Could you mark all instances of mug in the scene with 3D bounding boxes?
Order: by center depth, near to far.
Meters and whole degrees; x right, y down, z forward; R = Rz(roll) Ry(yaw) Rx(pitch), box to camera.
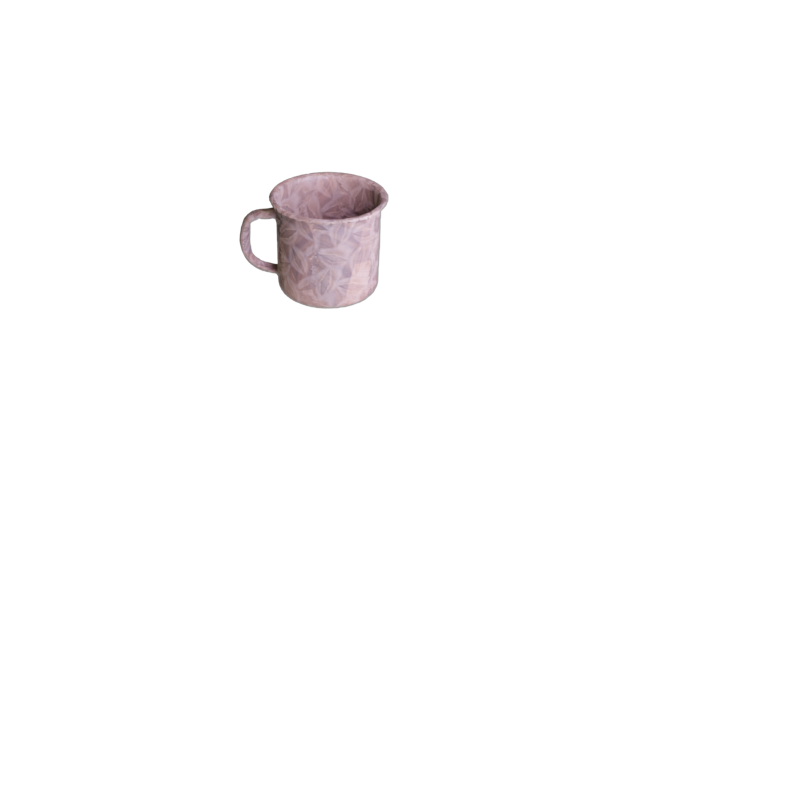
[{"bbox_3d":[-0.069,-0.126,0.880,0.117,0.077,0.099,-1,32,-3],"label":"mug"}]
